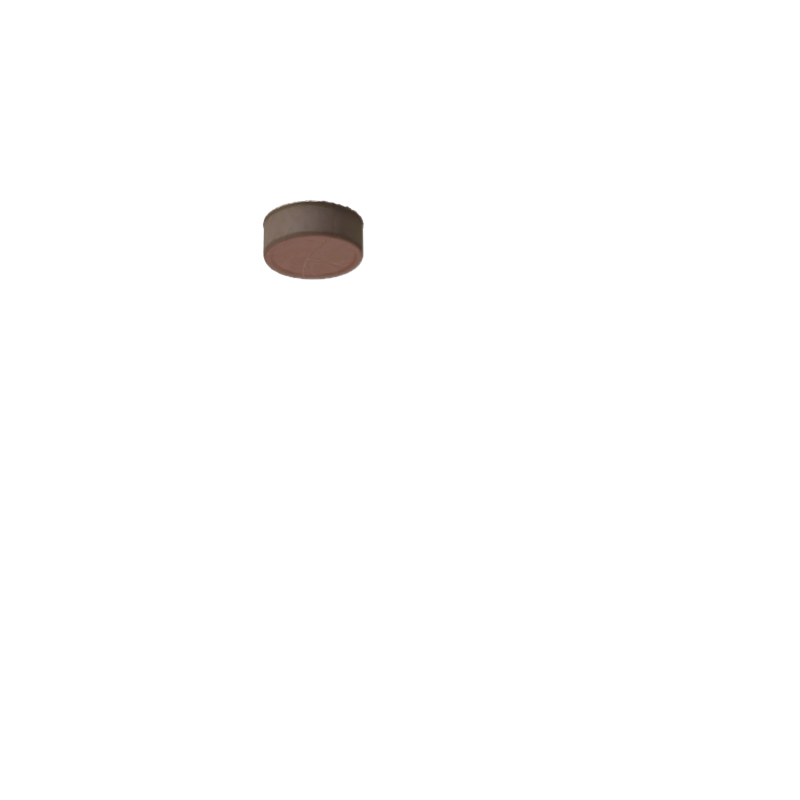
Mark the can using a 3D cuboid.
[{"bbox_3d":[-0.073,-0.134,0.935,0.086,0.035,0.082,0,-21,-2],"label":"can"}]
